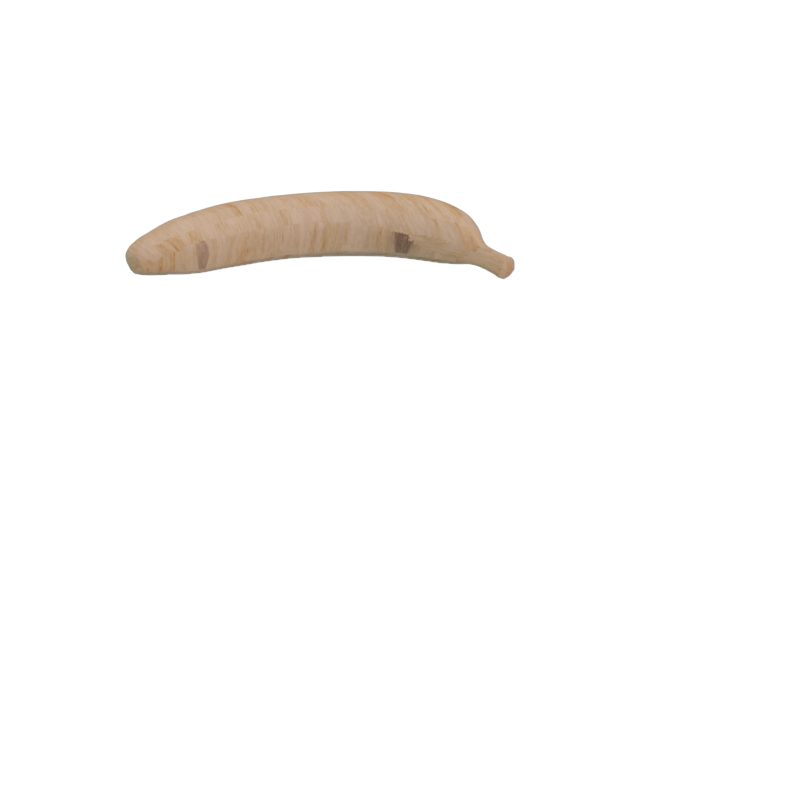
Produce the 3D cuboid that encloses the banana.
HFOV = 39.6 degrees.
[{"bbox_3d":[-0.043,-0.089,0.587,0.197,0.035,0.073,-2,21,-4],"label":"banana"}]
